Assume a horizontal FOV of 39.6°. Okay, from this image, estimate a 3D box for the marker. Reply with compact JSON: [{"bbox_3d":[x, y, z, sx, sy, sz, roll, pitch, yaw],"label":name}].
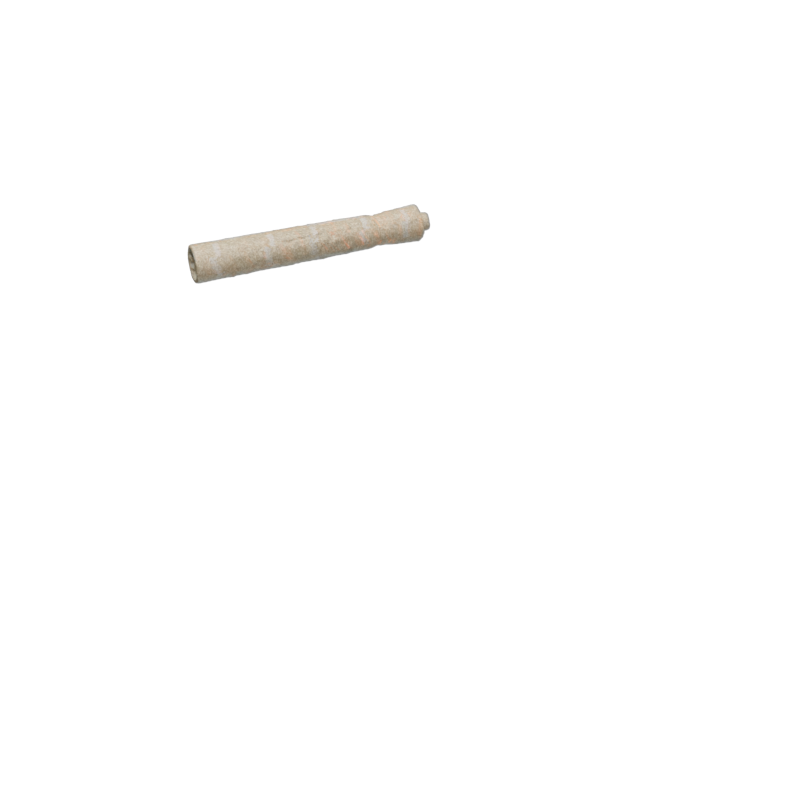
[{"bbox_3d":[-0.042,-0.077,0.536,0.119,0.019,0.020,-13,8,-17],"label":"marker"}]
